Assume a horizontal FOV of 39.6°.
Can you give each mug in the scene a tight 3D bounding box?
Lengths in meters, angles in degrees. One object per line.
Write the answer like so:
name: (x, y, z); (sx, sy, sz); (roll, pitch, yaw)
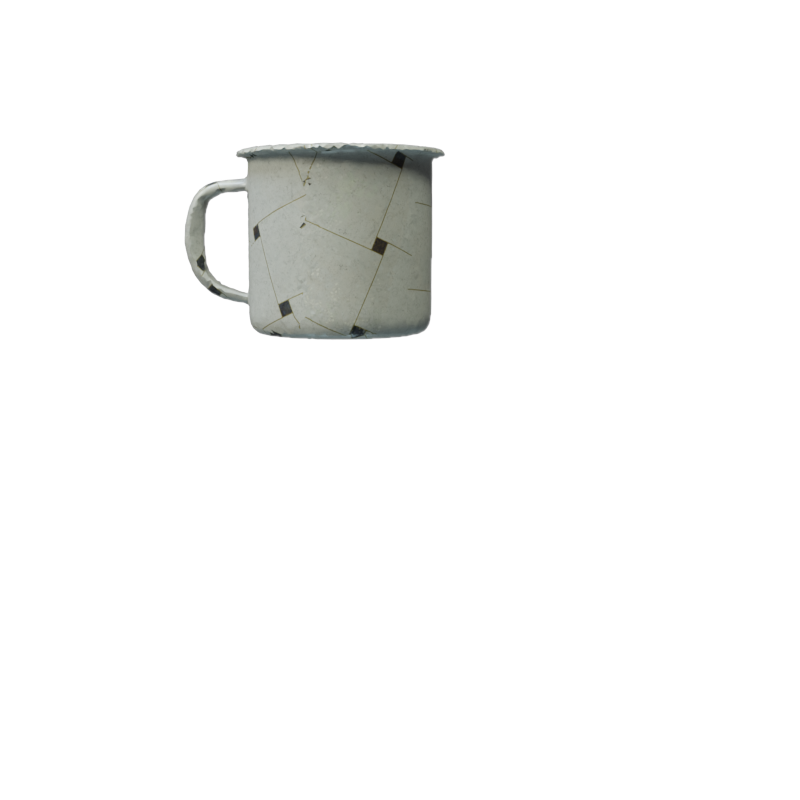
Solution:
mug: (-0.039, -0.071, 0.497); (0.118, 0.081, 0.094); (0, 5, 2)
